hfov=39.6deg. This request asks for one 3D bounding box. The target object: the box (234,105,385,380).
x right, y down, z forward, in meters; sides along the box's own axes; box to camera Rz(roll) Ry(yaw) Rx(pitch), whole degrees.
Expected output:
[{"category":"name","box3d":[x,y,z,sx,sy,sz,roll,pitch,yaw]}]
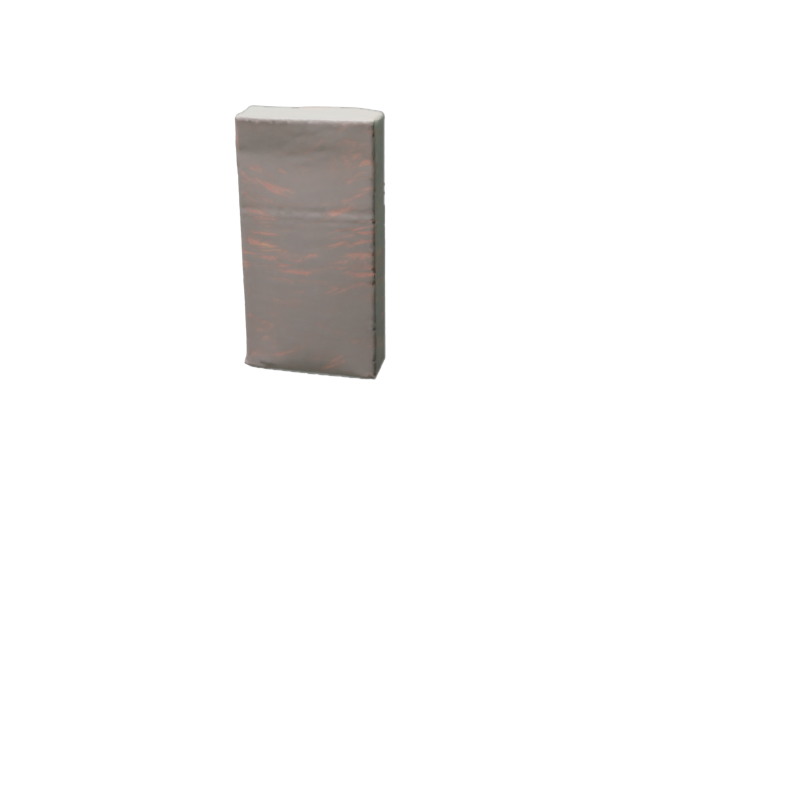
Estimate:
[{"category":"box","box3d":[-0.057,-0.105,0.733,0.095,0.169,0.049,5,18,12]}]
